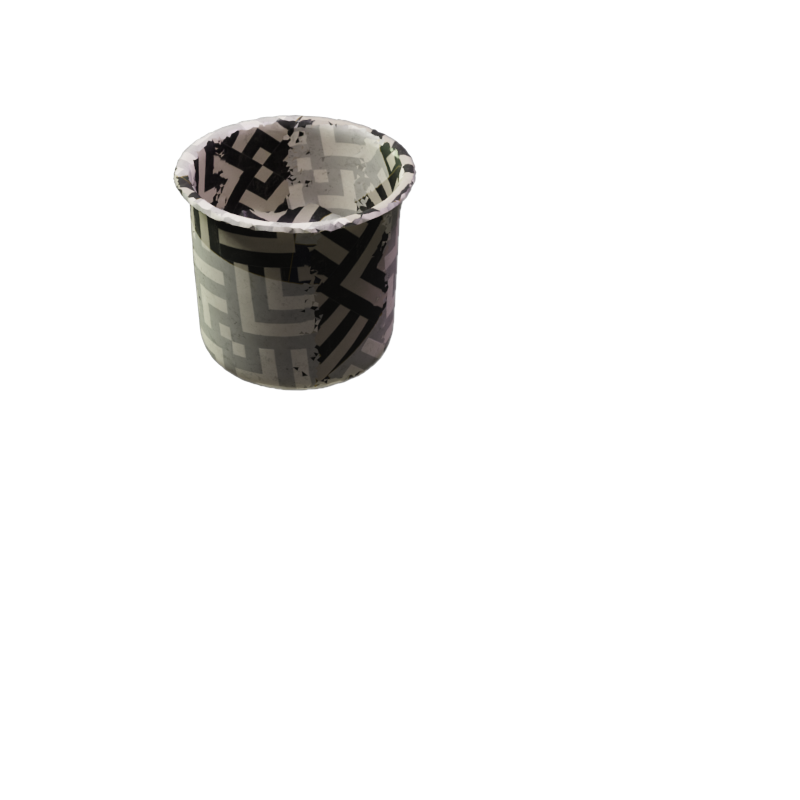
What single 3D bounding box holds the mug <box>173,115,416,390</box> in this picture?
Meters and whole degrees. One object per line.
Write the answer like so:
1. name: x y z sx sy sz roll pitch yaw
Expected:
1. mug: -0.036 -0.065 0.456 0.098 0.076 0.119 22 41 25
